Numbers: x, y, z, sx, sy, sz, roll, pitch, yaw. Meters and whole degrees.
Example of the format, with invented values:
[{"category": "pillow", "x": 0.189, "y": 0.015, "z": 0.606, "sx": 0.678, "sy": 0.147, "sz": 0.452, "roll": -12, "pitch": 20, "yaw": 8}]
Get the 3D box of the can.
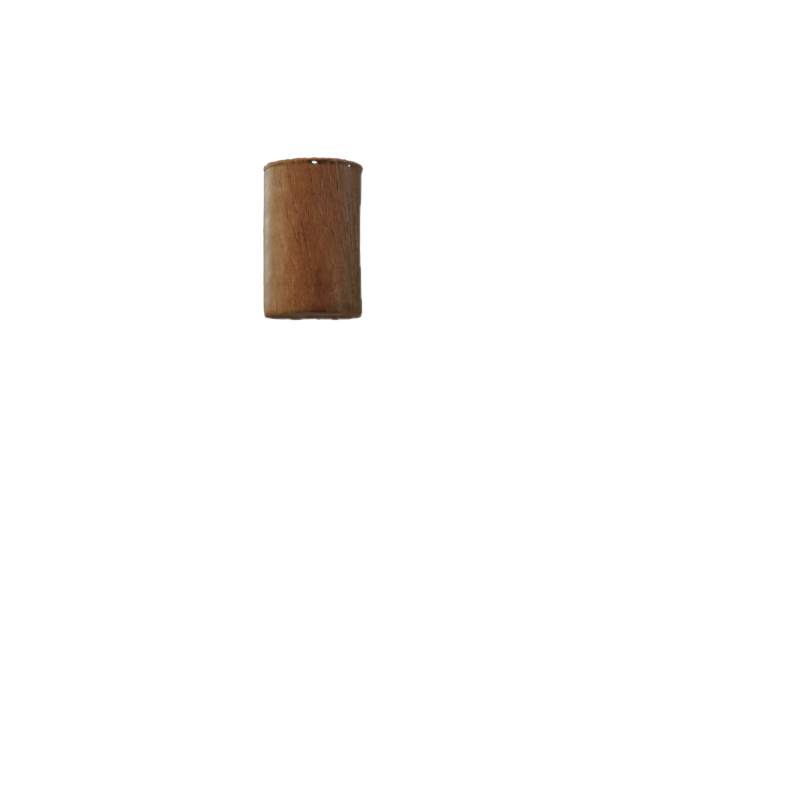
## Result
[{"category": "can", "x": -0.058, "y": -0.107, "z": 0.746, "sx": 0.068, "sy": 0.104, "sz": 0.068, "roll": 0, "pitch": -5, "yaw": -2}]
